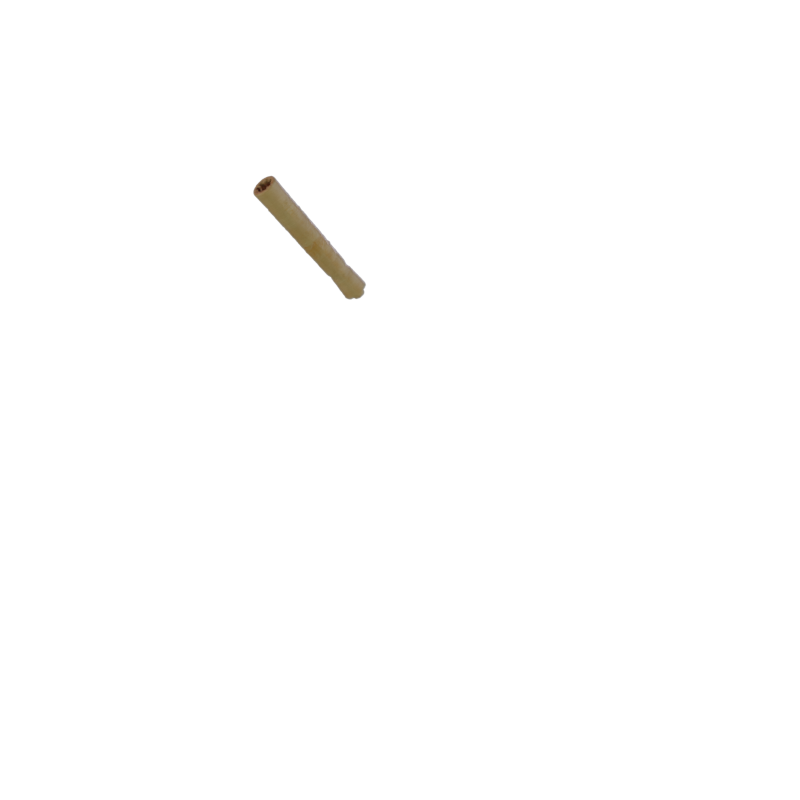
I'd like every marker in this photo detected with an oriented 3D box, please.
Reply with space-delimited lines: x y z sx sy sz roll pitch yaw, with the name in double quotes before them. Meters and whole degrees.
"marker" -0.063 -0.114 0.800 0.021 0.020 0.113 3 -37 49
